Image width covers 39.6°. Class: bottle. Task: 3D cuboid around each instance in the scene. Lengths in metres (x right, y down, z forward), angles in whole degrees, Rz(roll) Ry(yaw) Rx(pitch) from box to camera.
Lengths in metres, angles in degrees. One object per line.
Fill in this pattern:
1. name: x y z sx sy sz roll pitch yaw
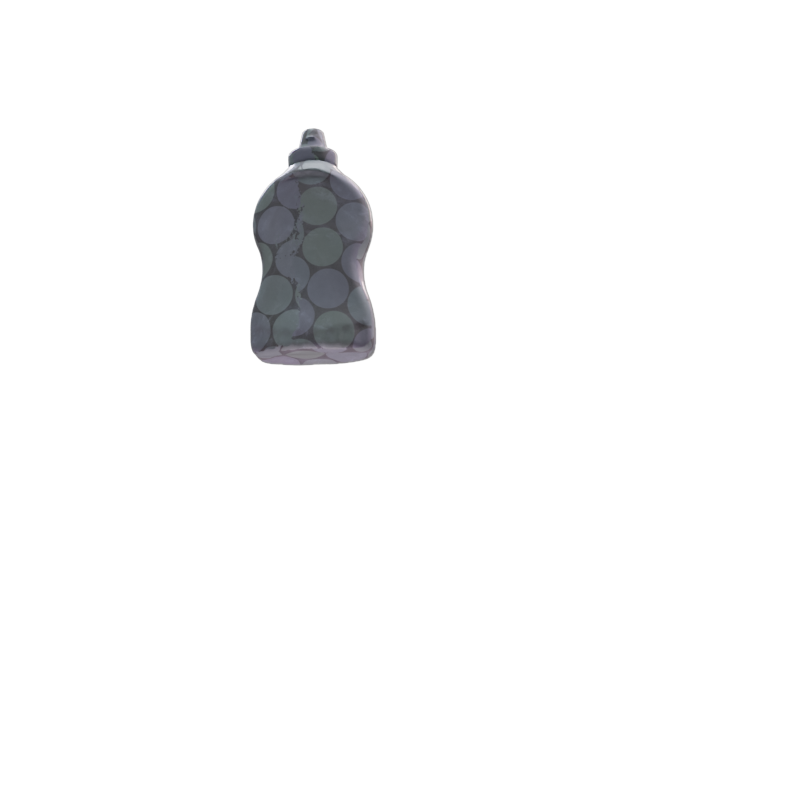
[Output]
1. bottle: -0.070 -0.127 0.887 0.097 0.200 0.055 -4 -18 9
